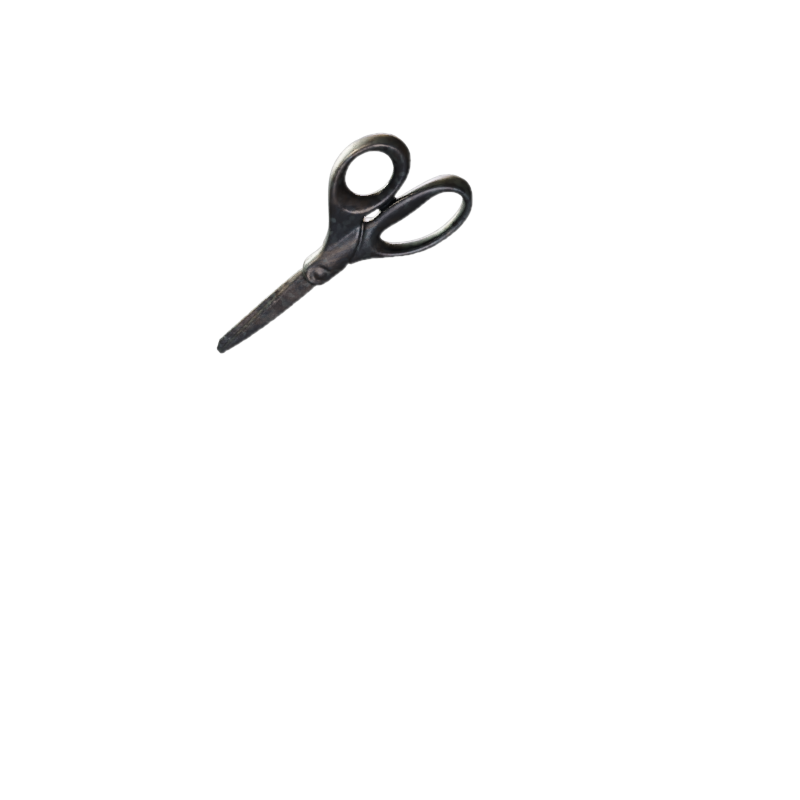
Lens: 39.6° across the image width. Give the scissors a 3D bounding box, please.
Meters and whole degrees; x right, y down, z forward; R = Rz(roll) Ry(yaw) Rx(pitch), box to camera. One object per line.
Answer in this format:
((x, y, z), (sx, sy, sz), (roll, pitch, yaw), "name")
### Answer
((-0.054, -0.098, 0.687), (0.202, 0.089, 0.017), (-23, 35, 17), "scissors")
